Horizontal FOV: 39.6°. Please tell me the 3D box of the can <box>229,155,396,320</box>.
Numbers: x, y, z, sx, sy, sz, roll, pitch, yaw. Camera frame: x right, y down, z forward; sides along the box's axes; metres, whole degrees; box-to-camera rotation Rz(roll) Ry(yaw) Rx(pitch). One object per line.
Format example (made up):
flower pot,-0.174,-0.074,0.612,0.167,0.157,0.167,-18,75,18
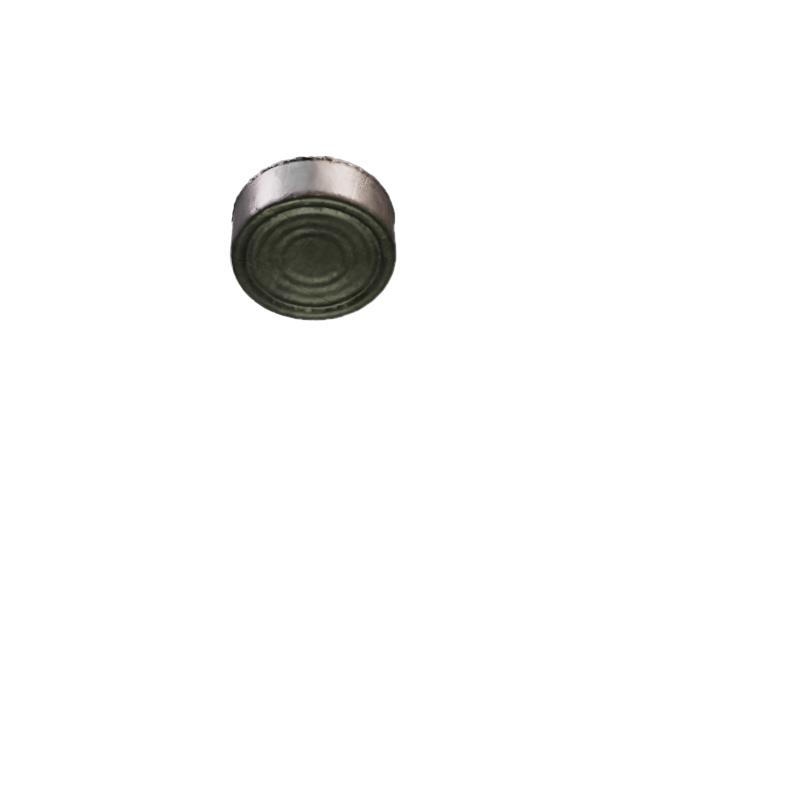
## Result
can,-0.045,-0.081,0.570,0.086,0.080,0.036,1,44,-1
